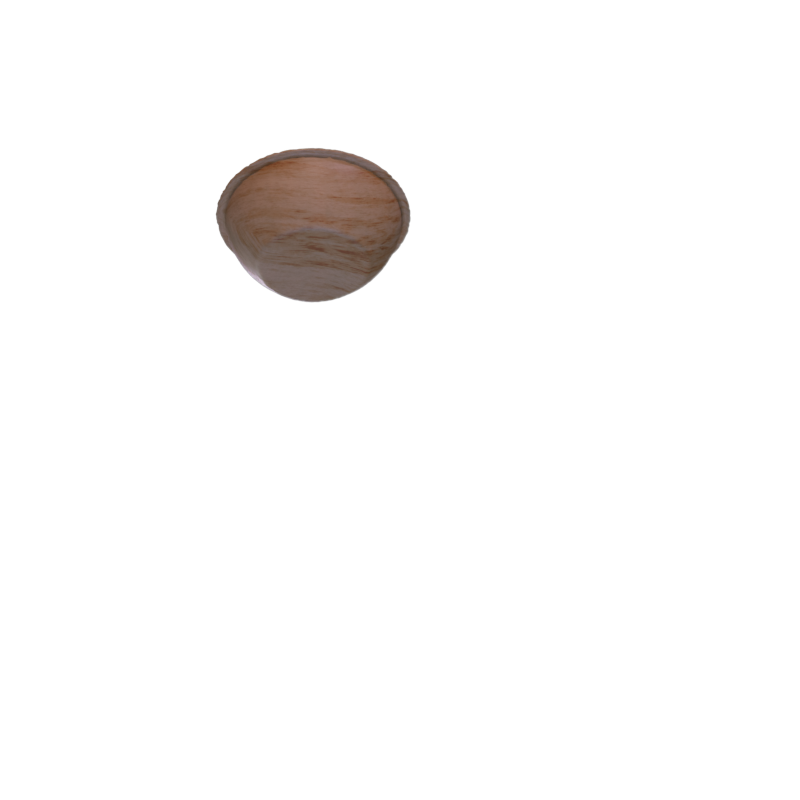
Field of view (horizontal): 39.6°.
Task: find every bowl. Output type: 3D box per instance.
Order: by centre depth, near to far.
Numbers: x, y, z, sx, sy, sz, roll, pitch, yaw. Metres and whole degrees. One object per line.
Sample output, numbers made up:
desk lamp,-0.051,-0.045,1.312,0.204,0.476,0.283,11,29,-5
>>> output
bowl,-0.071,-0.129,0.905,0.162,0.059,0.151,1,-38,-1
